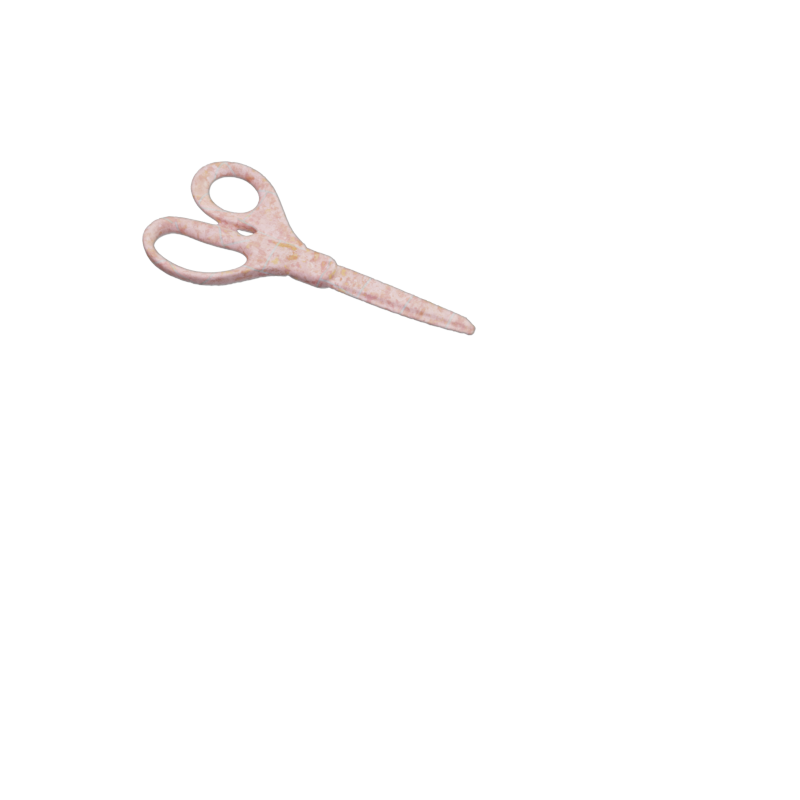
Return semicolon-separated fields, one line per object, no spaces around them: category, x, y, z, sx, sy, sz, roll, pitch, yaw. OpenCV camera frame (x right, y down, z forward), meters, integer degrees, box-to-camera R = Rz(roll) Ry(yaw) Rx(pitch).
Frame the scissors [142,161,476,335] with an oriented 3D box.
scissors;-0.052;-0.095;0.665;0.203;0.102;0.015;8;-31;5
